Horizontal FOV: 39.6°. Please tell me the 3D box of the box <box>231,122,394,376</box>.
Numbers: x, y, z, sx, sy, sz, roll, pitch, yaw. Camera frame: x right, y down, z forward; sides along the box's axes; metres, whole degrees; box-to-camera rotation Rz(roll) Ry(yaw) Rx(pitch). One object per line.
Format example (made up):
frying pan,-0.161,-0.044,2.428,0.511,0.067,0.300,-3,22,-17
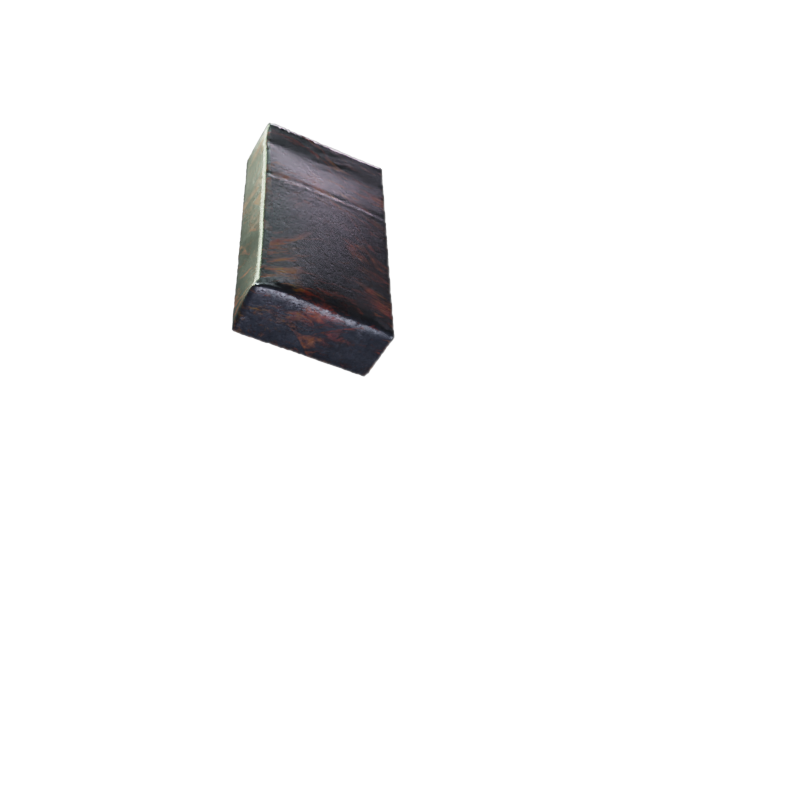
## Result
box,-0.057,-0.103,0.724,0.090,0.046,0.189,19,37,-19
